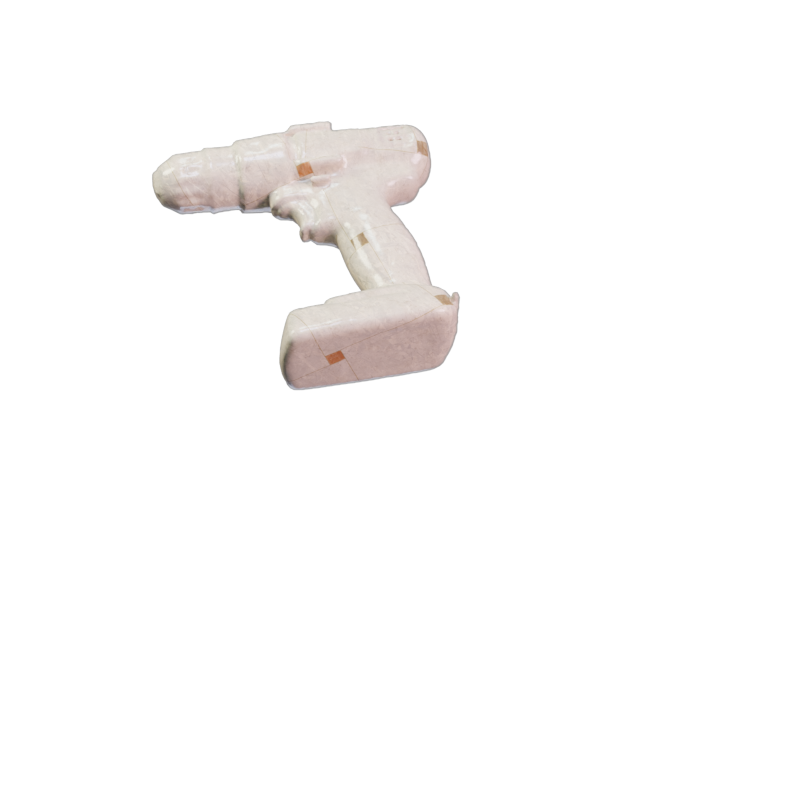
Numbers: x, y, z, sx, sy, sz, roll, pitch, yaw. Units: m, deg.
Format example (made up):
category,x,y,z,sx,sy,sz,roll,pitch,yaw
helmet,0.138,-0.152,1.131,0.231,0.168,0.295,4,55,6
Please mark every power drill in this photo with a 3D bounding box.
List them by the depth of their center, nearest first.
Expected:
category,x,y,z,sx,sy,sz,roll,pitch,yaw
power drill,-0.054,-0.098,0.686,0.183,0.203,0.053,-10,-39,-8
